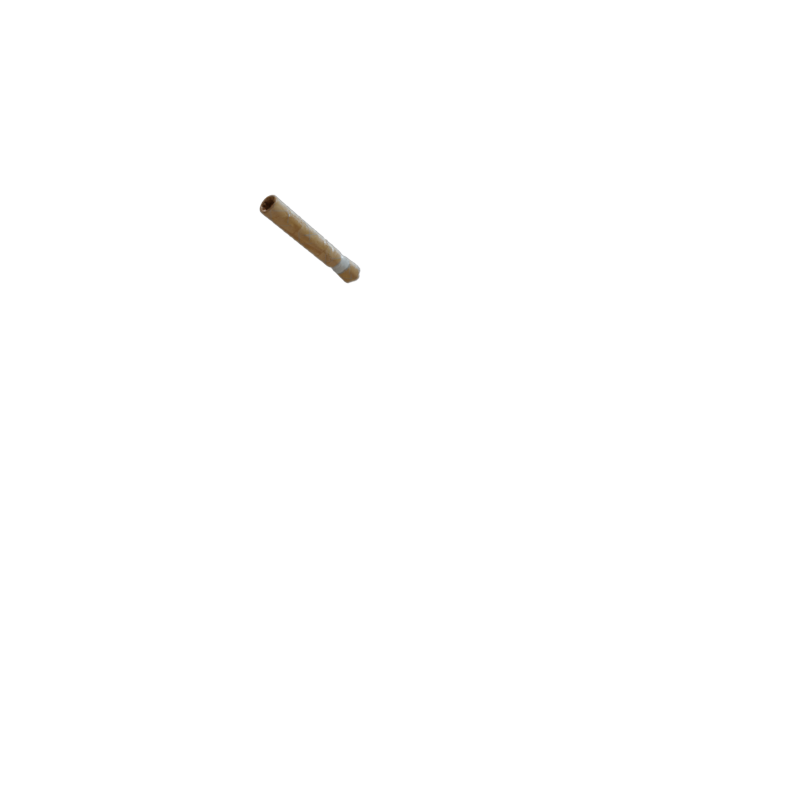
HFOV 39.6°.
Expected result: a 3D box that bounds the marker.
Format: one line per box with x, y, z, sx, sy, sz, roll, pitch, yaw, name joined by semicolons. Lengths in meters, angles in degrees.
-0.075;-0.136;0.952;0.021;0.020;0.112;3;-26;47;marker
